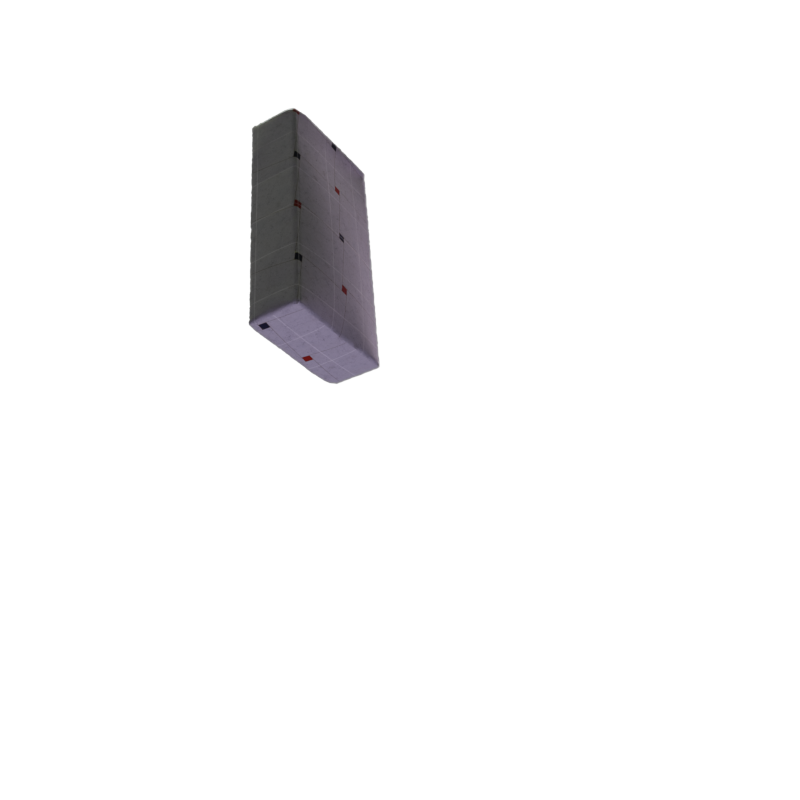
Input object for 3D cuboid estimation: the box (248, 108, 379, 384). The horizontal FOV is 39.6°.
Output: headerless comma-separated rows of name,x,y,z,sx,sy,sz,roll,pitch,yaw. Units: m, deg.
box,-0.059,-0.108,0.755,0.048,0.189,0.086,-24,-40,26
